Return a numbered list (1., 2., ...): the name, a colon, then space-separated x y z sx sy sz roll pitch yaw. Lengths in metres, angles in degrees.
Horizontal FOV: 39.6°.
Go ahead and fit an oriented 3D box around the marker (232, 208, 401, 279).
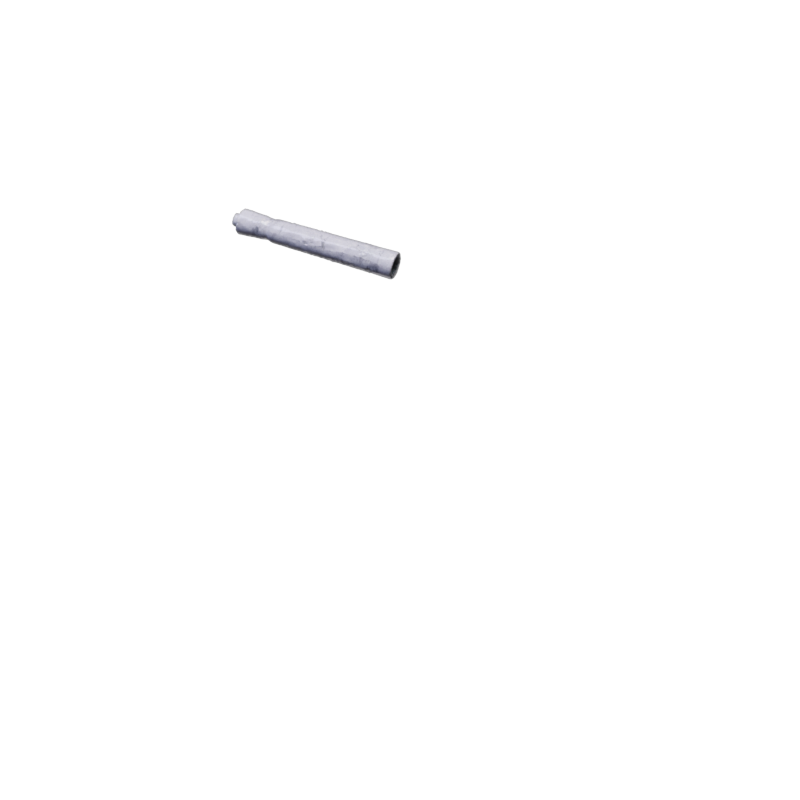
1. marker: -0.059 -0.107 0.751 0.125 0.019 0.019 19 10 19
